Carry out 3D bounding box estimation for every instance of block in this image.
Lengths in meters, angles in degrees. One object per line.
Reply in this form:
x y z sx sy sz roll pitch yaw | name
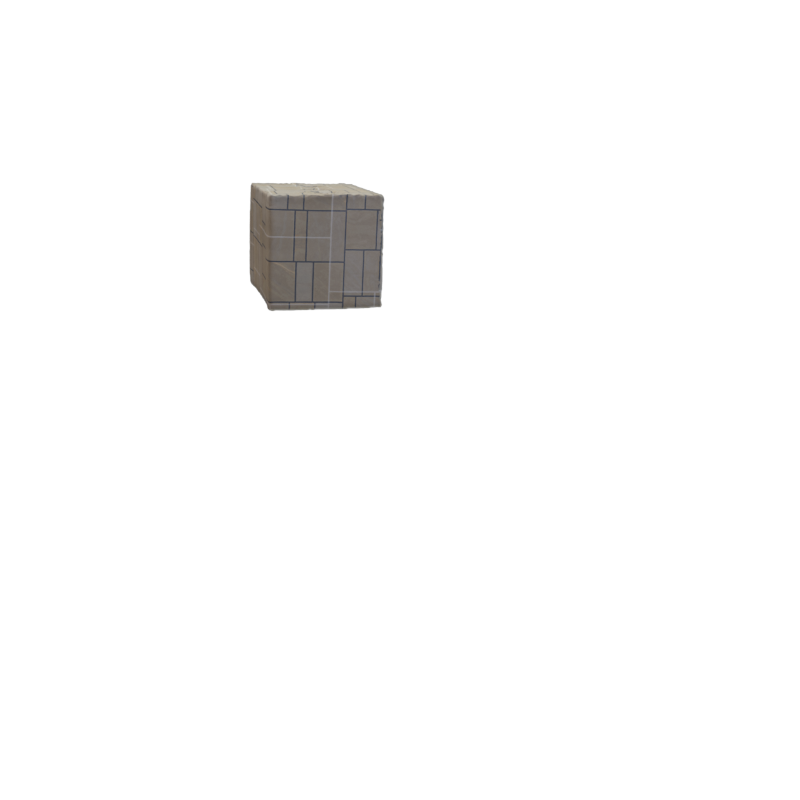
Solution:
-0.040 -0.074 0.517 0.052 0.050 0.081 -2 13 -12 | block
